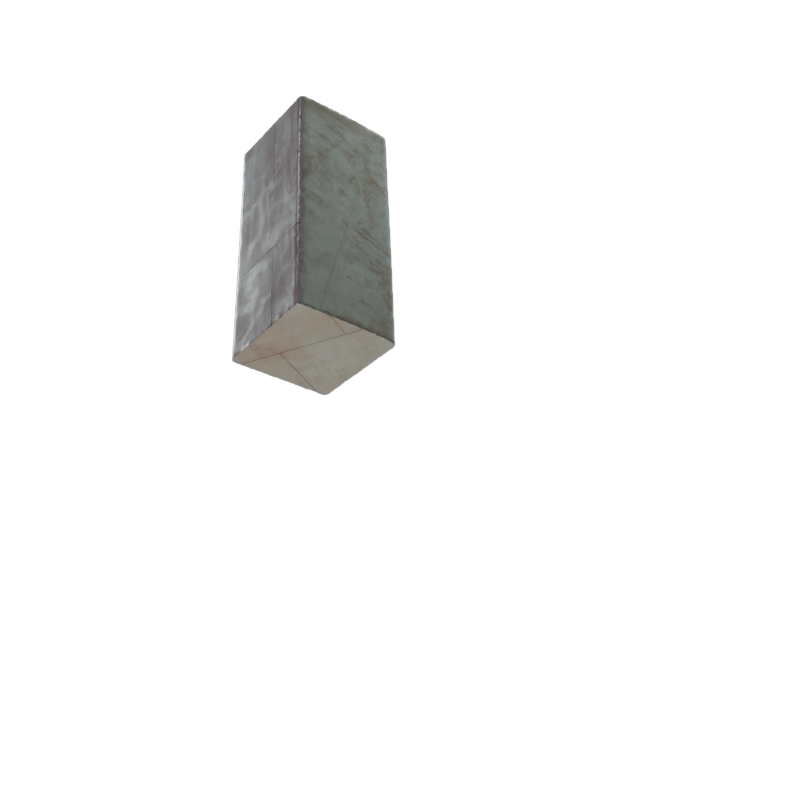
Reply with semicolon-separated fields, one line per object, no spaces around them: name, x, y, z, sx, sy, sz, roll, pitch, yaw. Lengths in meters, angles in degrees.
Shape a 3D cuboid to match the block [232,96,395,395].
block;-0.067;-0.124;0.869;0.085;0.221;0.089;22;-43;-31
